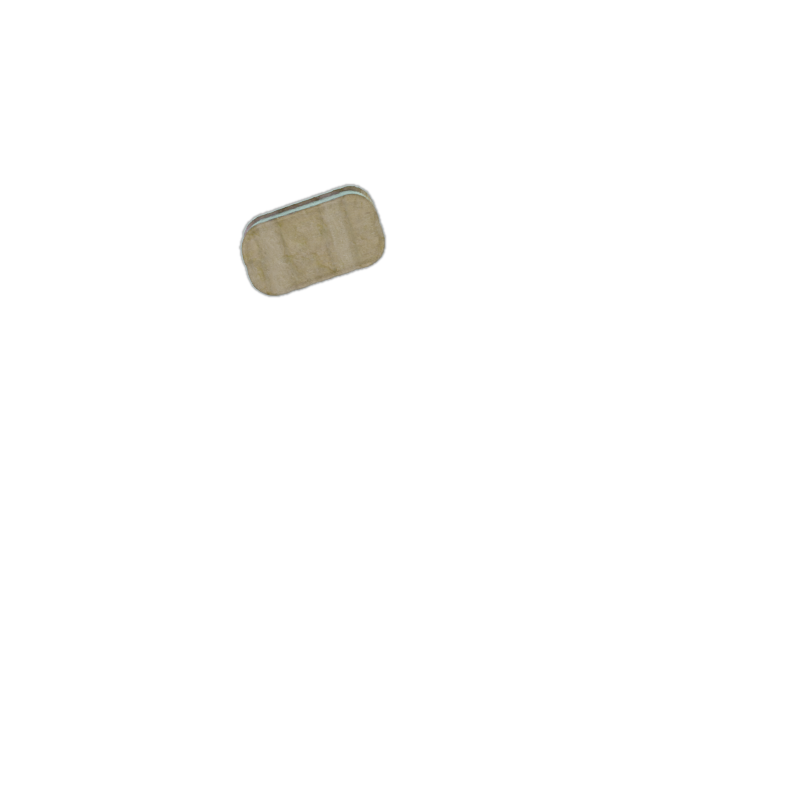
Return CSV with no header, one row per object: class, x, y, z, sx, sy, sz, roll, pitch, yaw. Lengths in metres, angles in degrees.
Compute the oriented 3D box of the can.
can,-0.061,-0.112,0.782,0.102,0.056,0.086,-19,10,1
